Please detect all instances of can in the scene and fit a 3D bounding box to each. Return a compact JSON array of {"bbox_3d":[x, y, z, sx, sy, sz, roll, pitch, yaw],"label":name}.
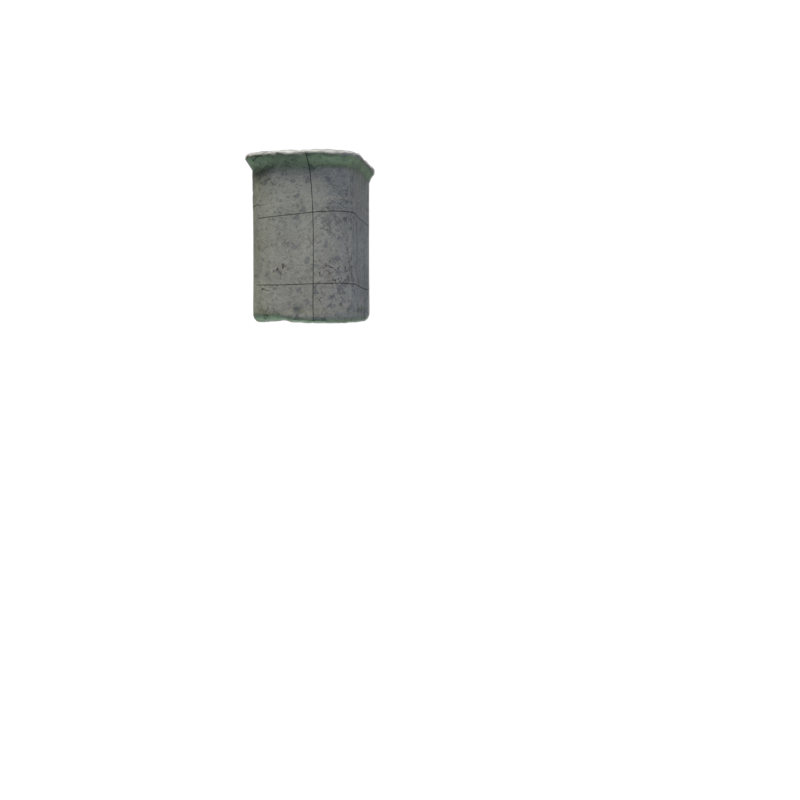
[{"bbox_3d":[-0.045,-0.083,0.579,0.058,0.084,0.101,0,1,6],"label":"can"}]
